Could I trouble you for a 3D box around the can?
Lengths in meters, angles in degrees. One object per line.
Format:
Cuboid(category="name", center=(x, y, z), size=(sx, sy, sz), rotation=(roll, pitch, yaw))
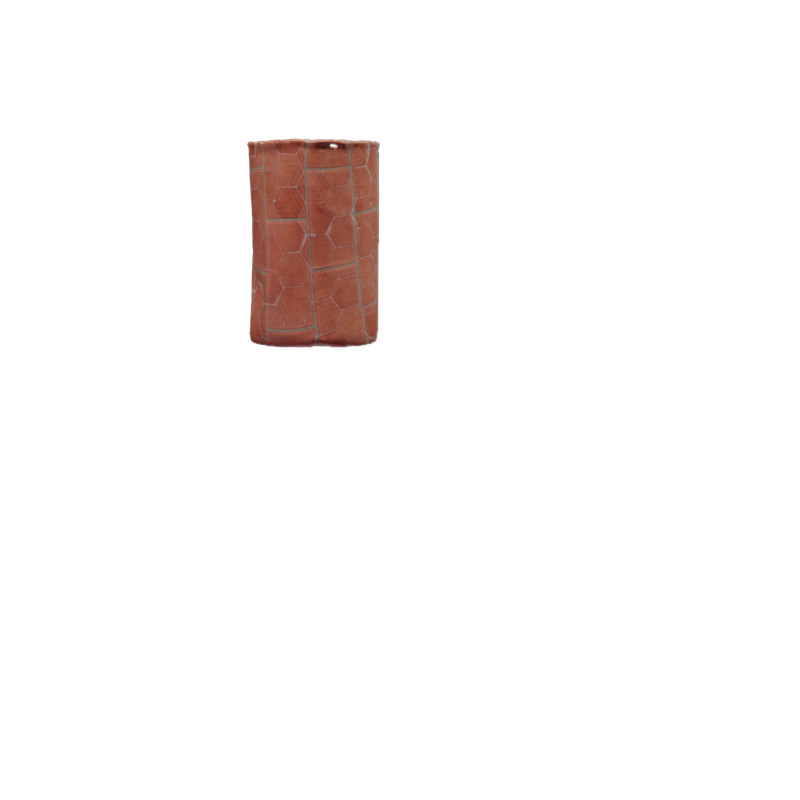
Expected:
Cuboid(category="can", center=(-0.044, -0.081, 0.568), size=(0.068, 0.102, 0.069), rotation=(0, 4, -2))
